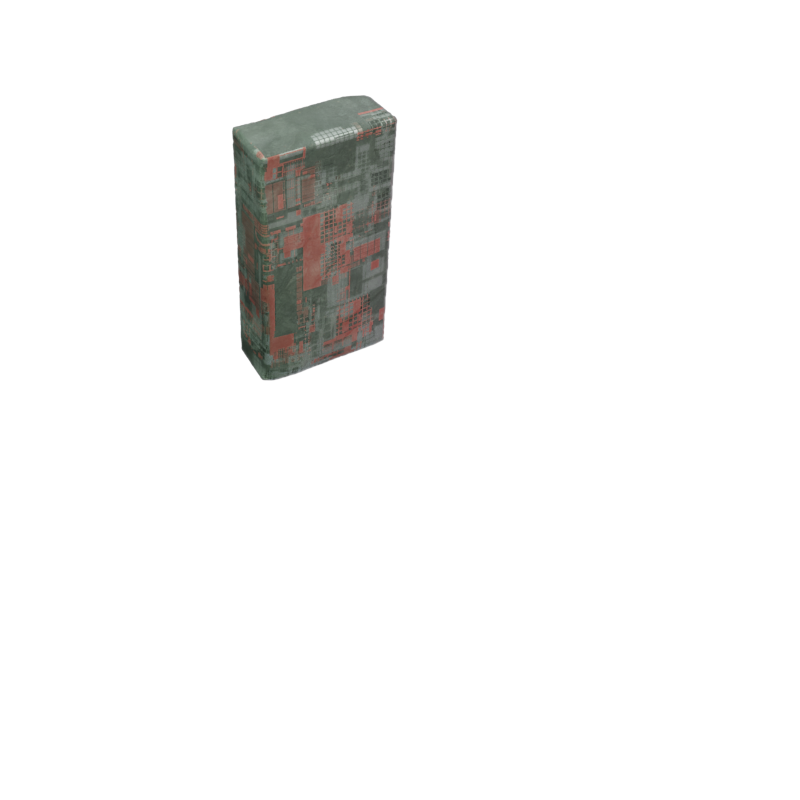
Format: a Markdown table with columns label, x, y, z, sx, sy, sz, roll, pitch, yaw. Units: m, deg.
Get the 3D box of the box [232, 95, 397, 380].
| label | x | y | z | sx | sy | sz | roll | pitch | yaw |
| --- | --- | --- | --- | --- | --- | --- | --- | --- | --- |
| box | -0.054 | -0.100 | 0.696 | 0.092 | 0.165 | 0.052 | -19 | 43 | -25 |
